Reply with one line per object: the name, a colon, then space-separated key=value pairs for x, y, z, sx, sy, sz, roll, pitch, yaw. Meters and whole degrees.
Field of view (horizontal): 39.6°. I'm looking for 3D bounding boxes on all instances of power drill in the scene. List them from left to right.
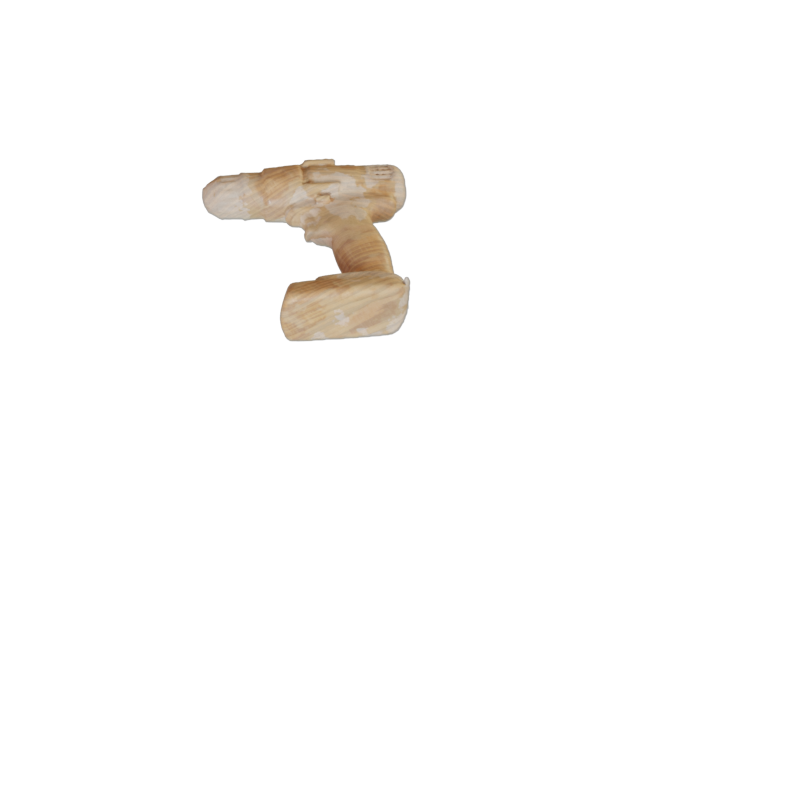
power drill: x=-0.075 y=-0.136 z=0.952 sx=0.183 sy=0.203 sz=0.053 roll=-6 pitch=-43 yaw=-6
